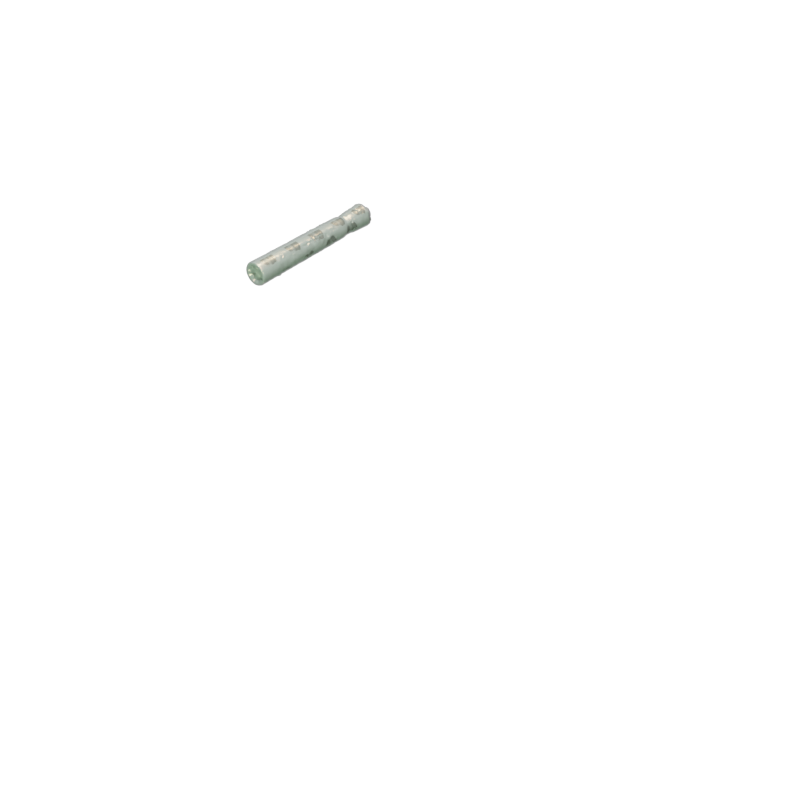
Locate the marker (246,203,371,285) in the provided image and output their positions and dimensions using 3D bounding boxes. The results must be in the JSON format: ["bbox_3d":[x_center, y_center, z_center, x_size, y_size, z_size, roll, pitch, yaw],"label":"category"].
[{"bbox_3d":[-0.065,-0.118,0.826,0.021,0.019,0.121,4,30,45],"label":"marker"}]
